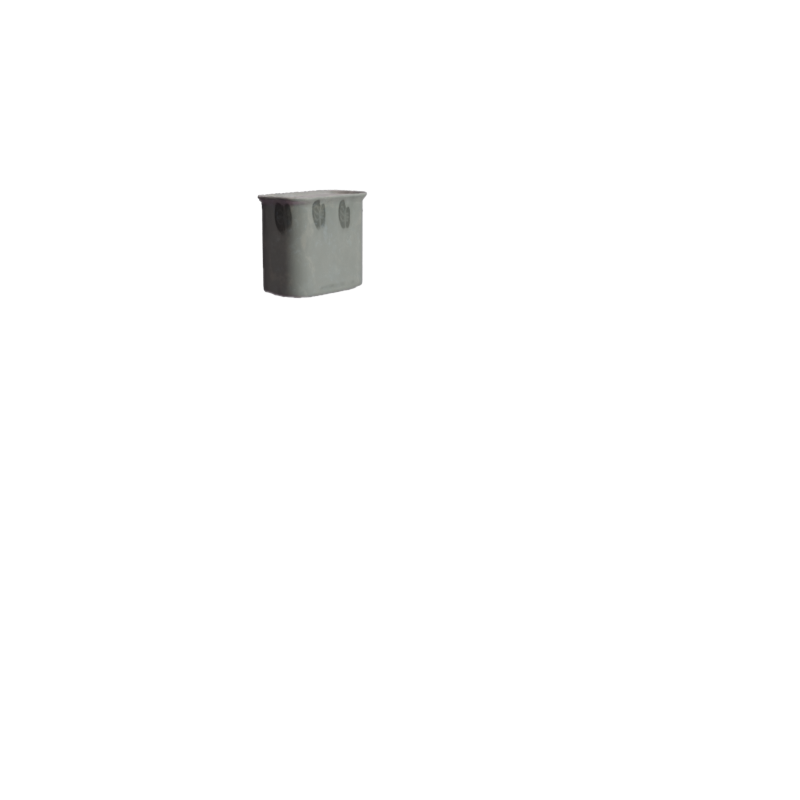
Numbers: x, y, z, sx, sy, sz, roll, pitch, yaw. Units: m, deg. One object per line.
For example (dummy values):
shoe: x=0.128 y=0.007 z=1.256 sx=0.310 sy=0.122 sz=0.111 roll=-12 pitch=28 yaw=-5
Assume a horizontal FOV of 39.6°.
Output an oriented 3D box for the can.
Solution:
can: x=-0.074 y=-0.136 z=0.950 sx=0.060 sy=0.082 sz=0.099 roll=7 pitch=12 yaw=35
